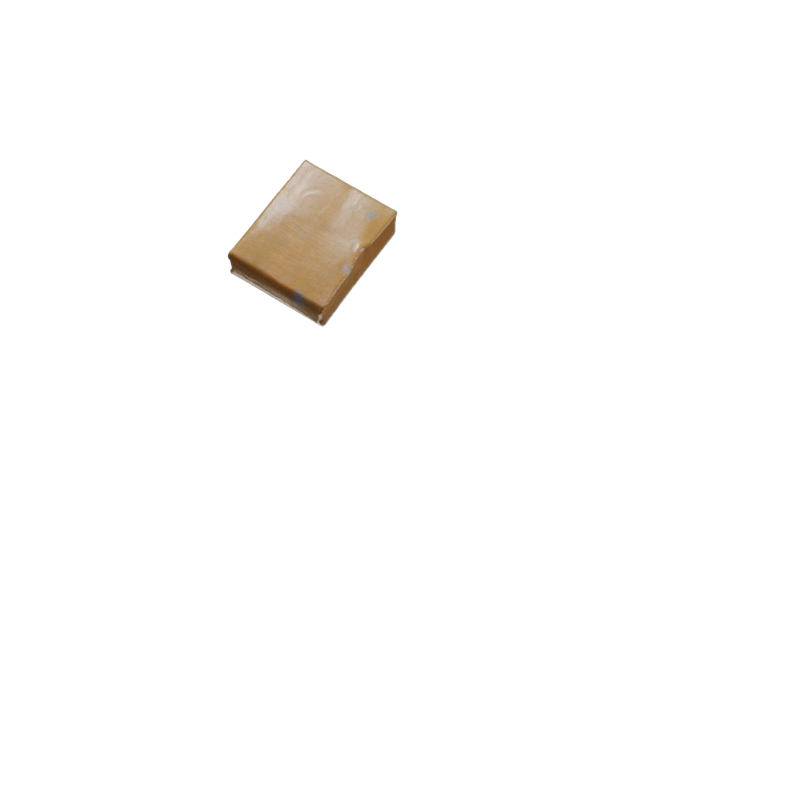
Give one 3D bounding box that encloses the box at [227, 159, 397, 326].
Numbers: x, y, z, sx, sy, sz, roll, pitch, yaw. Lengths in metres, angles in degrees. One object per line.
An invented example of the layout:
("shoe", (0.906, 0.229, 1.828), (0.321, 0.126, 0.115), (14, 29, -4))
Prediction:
("box", (-0.056, -0.101, 0.710), (0.076, 0.091, 0.028), (30, -25, 15))
